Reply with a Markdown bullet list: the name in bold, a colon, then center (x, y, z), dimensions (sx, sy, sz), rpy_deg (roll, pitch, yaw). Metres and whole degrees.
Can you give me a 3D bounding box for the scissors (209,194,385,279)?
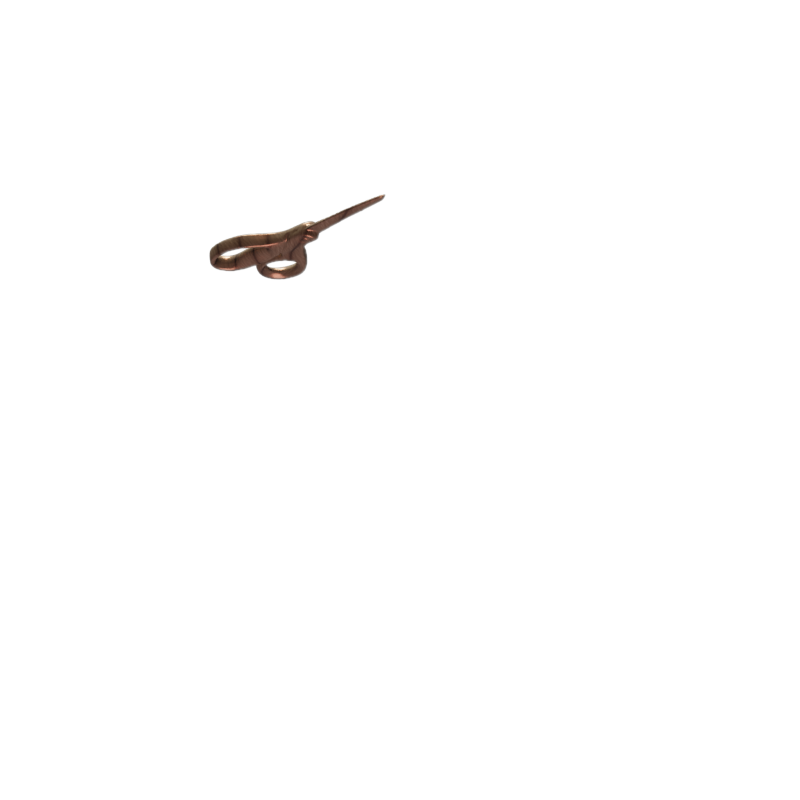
- **scissors**: center (-0.075, -0.137, 0.963), dimensions (0.206, 0.016, 0.090), rpy_deg (-9, -18, 32)
